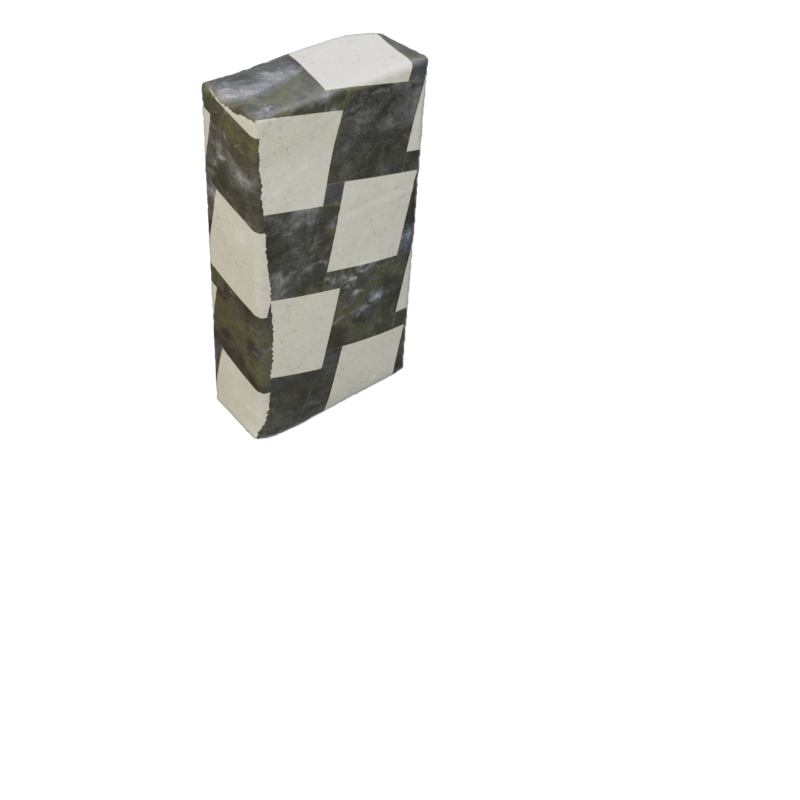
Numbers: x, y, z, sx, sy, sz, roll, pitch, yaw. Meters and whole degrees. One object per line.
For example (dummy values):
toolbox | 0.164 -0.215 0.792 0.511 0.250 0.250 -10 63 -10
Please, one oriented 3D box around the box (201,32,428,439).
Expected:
box | -0.040 -0.072 0.504 0.093 0.165 0.052 -26 45 -33
